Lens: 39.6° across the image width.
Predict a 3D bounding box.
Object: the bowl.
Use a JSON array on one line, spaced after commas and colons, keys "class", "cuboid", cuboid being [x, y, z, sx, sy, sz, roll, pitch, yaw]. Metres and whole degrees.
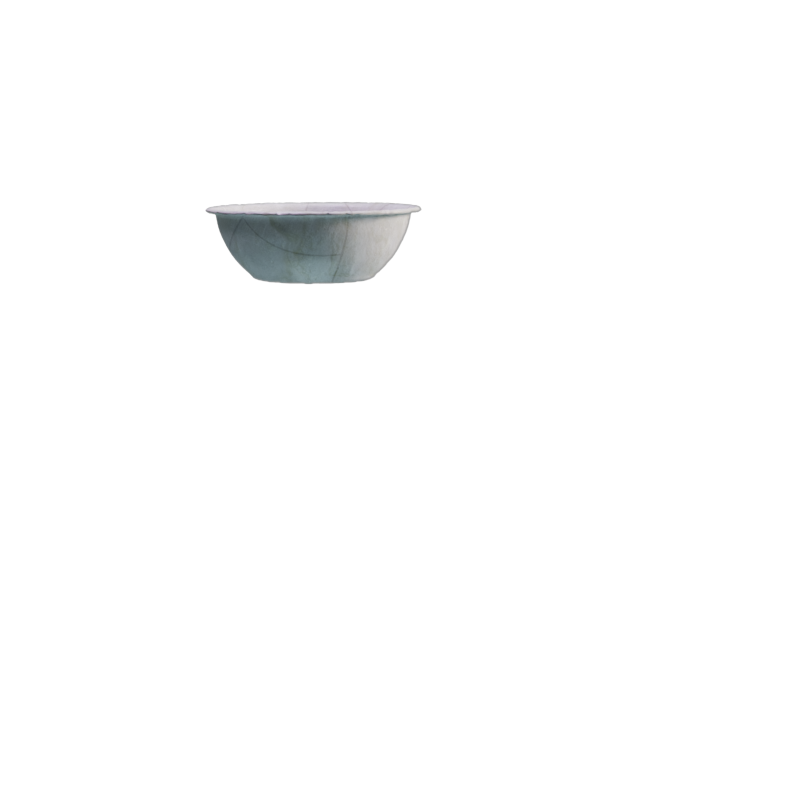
[{"class": "bowl", "cuboid": [-0.066, -0.120, 0.837, 0.162, 0.054, 0.166, 0, 11, -2]}]
